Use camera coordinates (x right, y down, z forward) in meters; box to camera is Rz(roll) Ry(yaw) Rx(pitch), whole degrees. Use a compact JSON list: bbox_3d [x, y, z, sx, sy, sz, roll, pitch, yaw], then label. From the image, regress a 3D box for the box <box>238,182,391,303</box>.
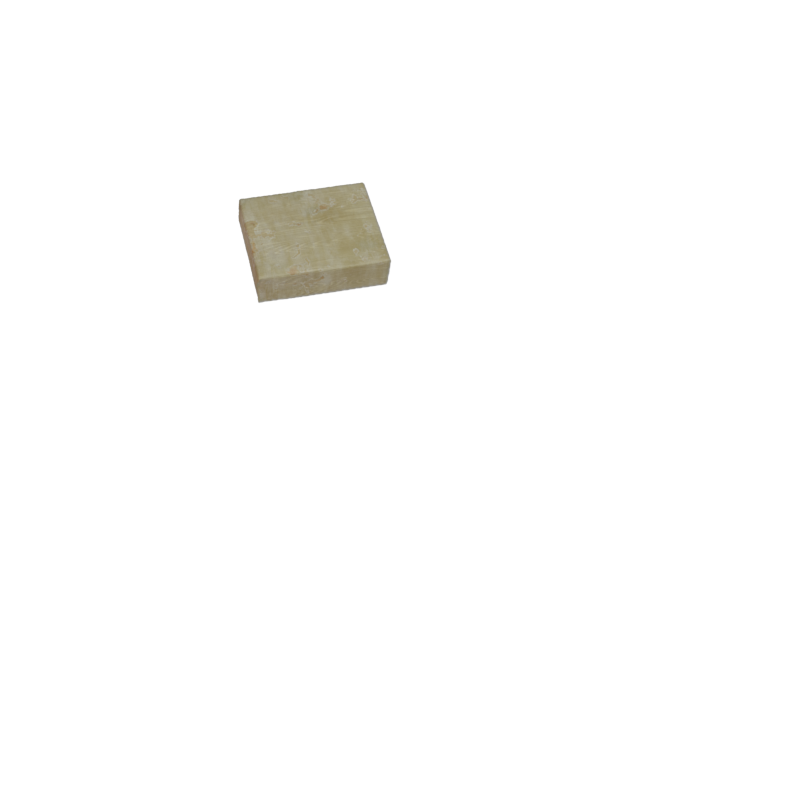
[{"bbox_3d":[-0.073,-0.133,0.928,0.112,0.097,0.036,-11,-37,-9],"label":"box"}]
